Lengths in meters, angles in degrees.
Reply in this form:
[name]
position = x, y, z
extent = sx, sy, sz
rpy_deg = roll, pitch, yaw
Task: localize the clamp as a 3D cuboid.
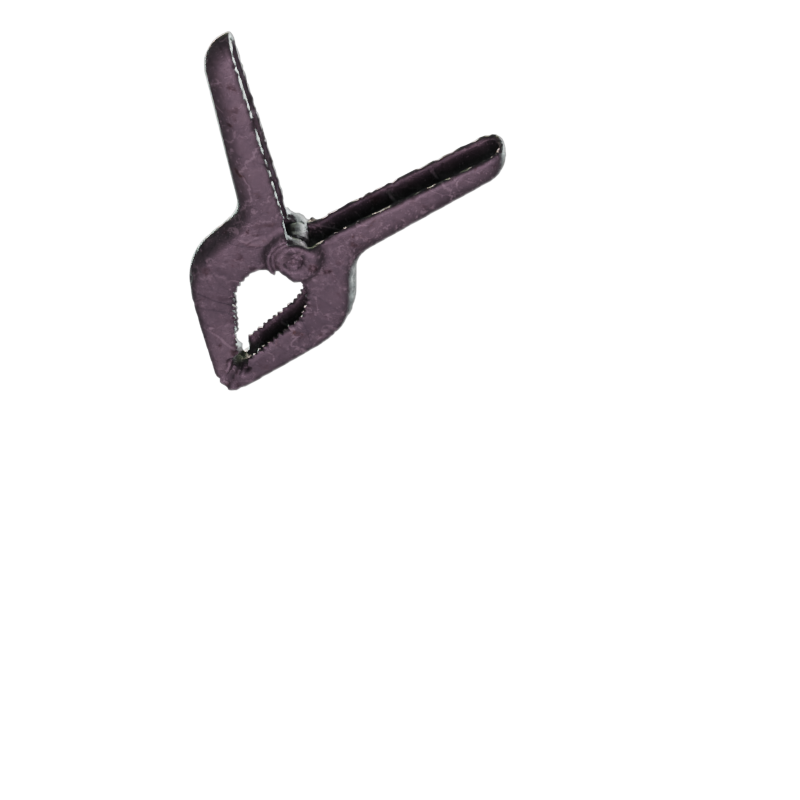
[clamp]
position = -0.048, -0.087, 0.609
extent = 0.161, 0.200, 0.039
rpy_deg = 15, 34, -11
